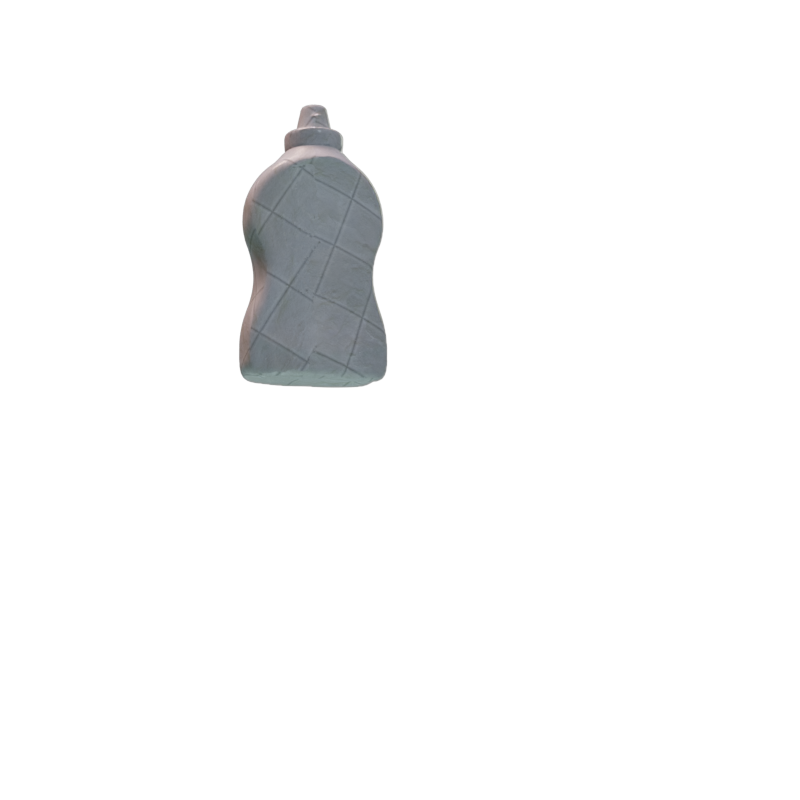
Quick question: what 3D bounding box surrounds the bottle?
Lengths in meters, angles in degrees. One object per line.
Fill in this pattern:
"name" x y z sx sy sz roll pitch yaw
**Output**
"bottle" -0.059 -0.107 0.751 0.094 0.198 0.058 3 -14 -17
